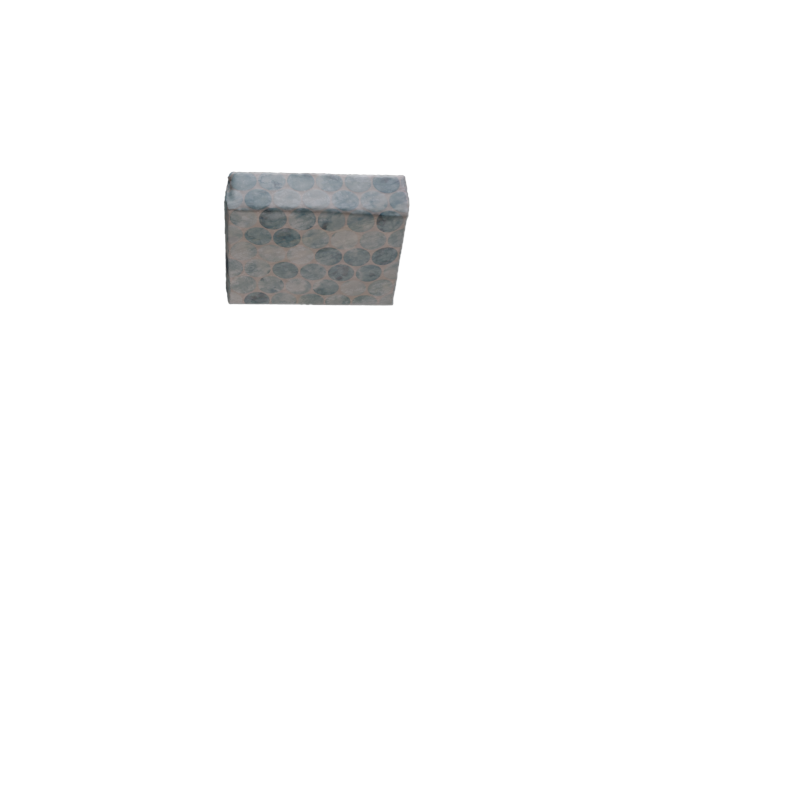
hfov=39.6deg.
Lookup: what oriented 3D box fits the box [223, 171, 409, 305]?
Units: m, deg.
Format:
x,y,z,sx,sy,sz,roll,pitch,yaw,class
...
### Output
x,y,z,sx,sy,sz,roll,pitch,yaw,class
-0.055,-0.101,0.707,0.113,0.042,0.084,3,-38,-4,box
